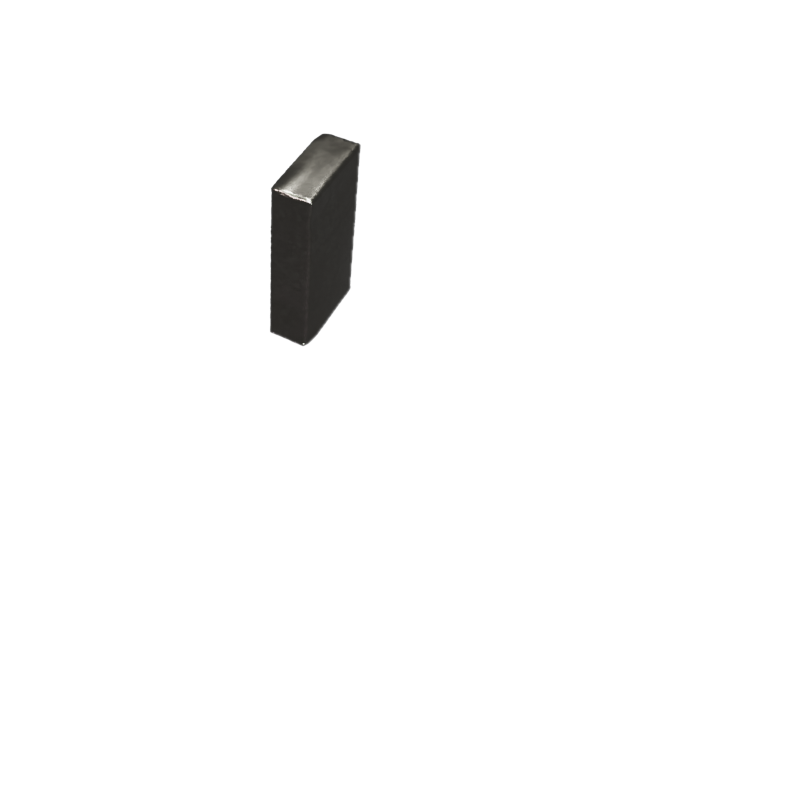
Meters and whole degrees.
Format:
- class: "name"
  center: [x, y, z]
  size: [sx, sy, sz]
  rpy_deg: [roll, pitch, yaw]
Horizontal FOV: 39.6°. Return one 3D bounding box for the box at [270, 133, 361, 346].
- class: "box"
  center: [-0.077, -0.140, 0.982]
  size: [0.050, 0.164, 0.097]
  rpy_deg: [20, 48, 15]
